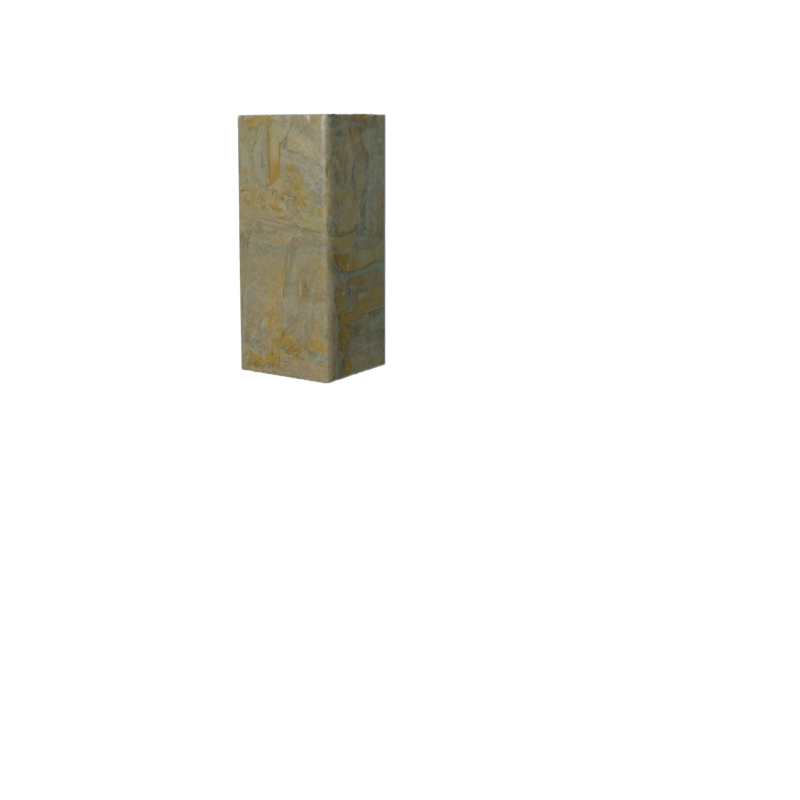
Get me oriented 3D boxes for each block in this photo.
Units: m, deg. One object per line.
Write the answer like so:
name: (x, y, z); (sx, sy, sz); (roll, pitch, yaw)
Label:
block: (-0.071, -0.128, 0.899); (0.094, 0.203, 0.088); (5, 9, 33)
